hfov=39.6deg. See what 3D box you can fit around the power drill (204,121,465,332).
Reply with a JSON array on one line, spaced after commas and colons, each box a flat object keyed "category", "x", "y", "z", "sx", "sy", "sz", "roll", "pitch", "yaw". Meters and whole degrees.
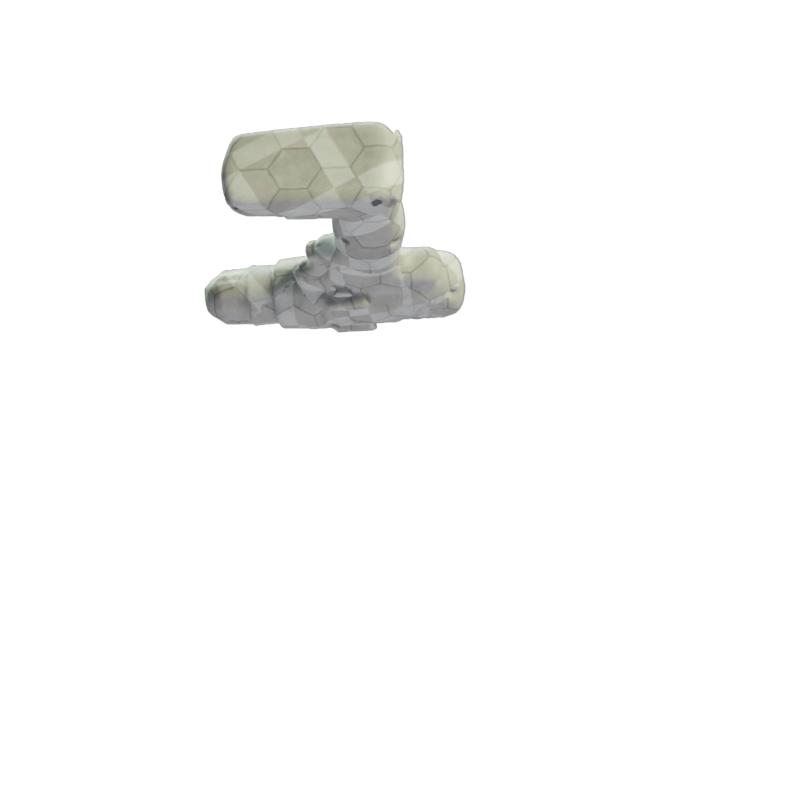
[{"category": "power drill", "x": -0.056, "y": -0.103, "z": 0.720, "sx": 0.186, "sy": 0.061, "sz": 0.175, "roll": -4, "pitch": -23, "yaw": 9}]
